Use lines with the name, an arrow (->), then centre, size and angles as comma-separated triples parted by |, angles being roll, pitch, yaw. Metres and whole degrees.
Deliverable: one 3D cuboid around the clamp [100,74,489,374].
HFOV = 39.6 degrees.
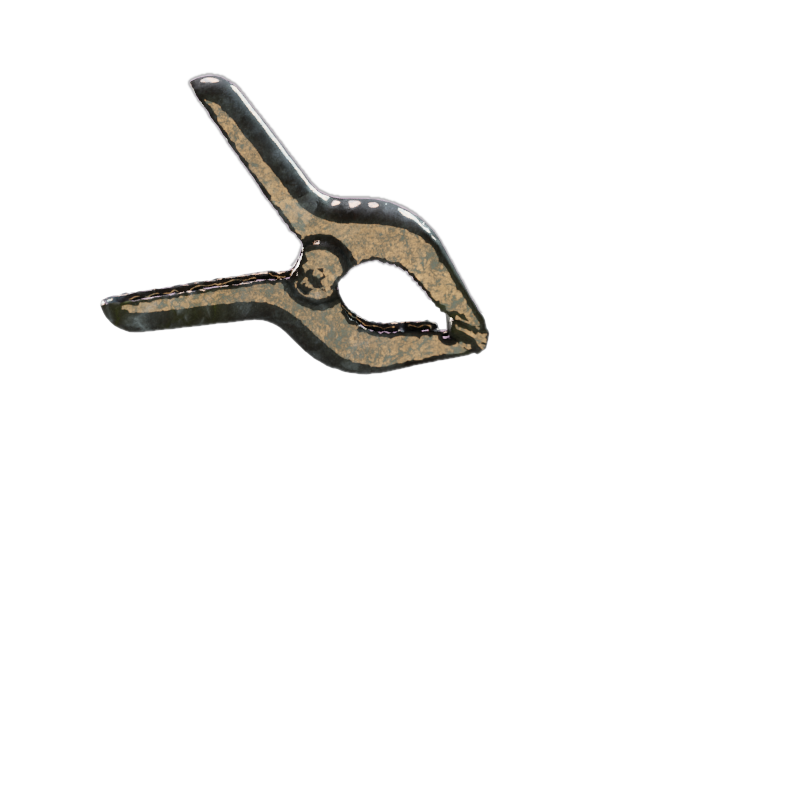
clamp -> -0.039, -0.070, 0.493 | 0.170, 0.116, 0.041 | 14, 16, -4
